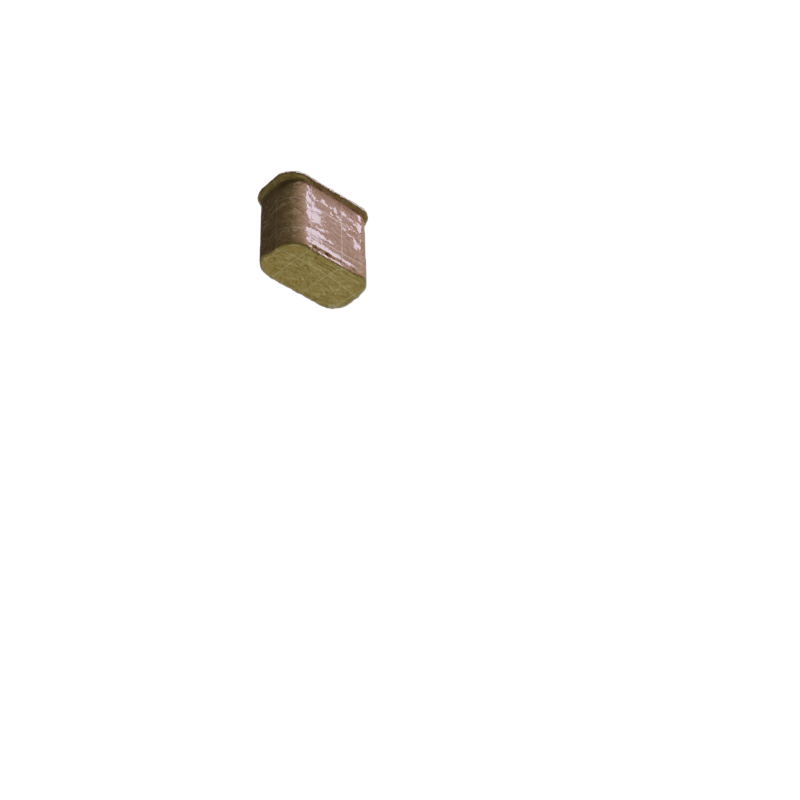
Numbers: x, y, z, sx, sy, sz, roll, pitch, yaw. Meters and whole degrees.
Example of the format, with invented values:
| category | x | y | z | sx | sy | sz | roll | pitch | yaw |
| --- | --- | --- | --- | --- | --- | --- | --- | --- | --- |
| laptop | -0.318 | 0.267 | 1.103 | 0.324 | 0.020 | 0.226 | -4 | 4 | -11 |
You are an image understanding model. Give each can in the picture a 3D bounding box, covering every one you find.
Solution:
| category | x | y | z | sx | sy | sz | roll | pitch | yaw |
| --- | --- | --- | --- | --- | --- | --- | --- | --- | --- |
| can | -0.076 | -0.139 | 0.970 | 0.096 | 0.090 | 0.057 | 27 | -47 | -32 |
